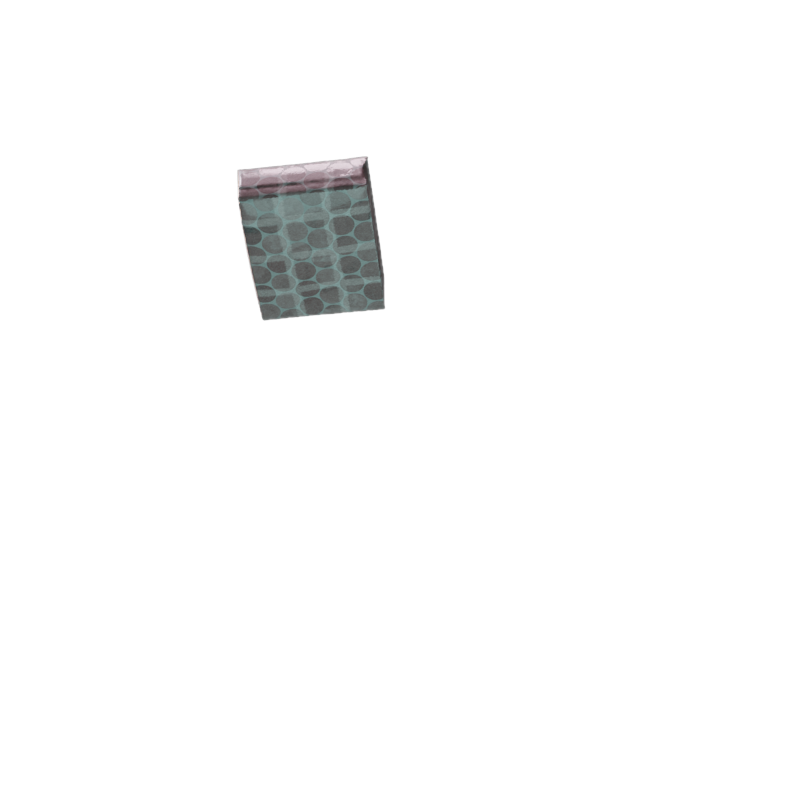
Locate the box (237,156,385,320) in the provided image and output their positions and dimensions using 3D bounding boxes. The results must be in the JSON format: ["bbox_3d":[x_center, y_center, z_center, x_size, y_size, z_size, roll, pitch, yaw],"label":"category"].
[{"bbox_3d":[-0.060,-0.109,0.763,0.090,0.105,0.042,-5,44,4],"label":"box"}]
